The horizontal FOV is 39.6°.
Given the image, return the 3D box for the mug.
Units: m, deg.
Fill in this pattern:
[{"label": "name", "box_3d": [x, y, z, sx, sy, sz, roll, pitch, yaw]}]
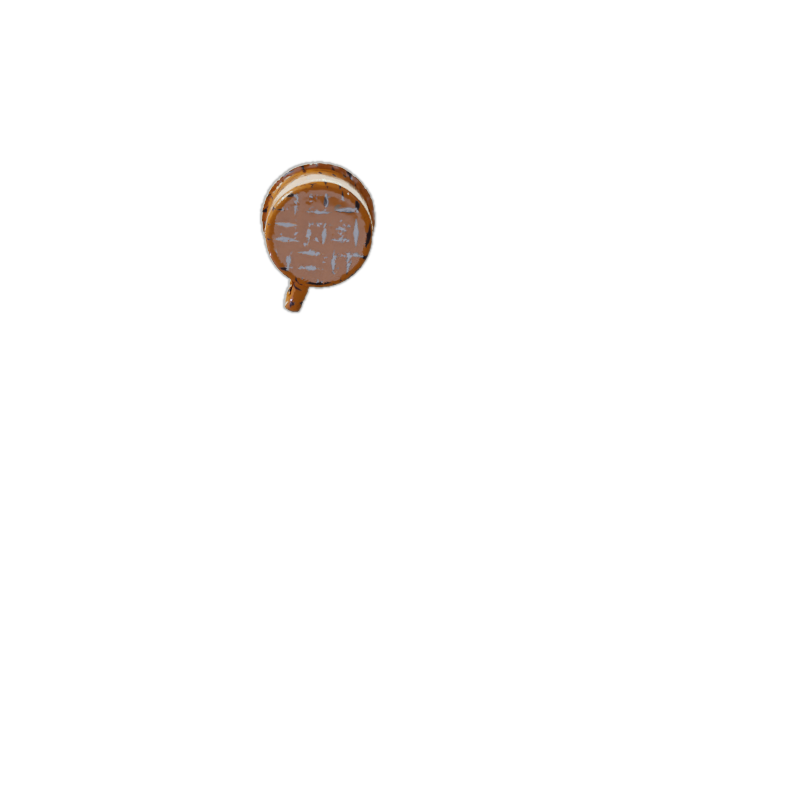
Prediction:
[{"label": "mug", "box_3d": [-0.068, -0.123, 0.865, 0.092, 0.115, 0.084, 20, 12, -7]}]
